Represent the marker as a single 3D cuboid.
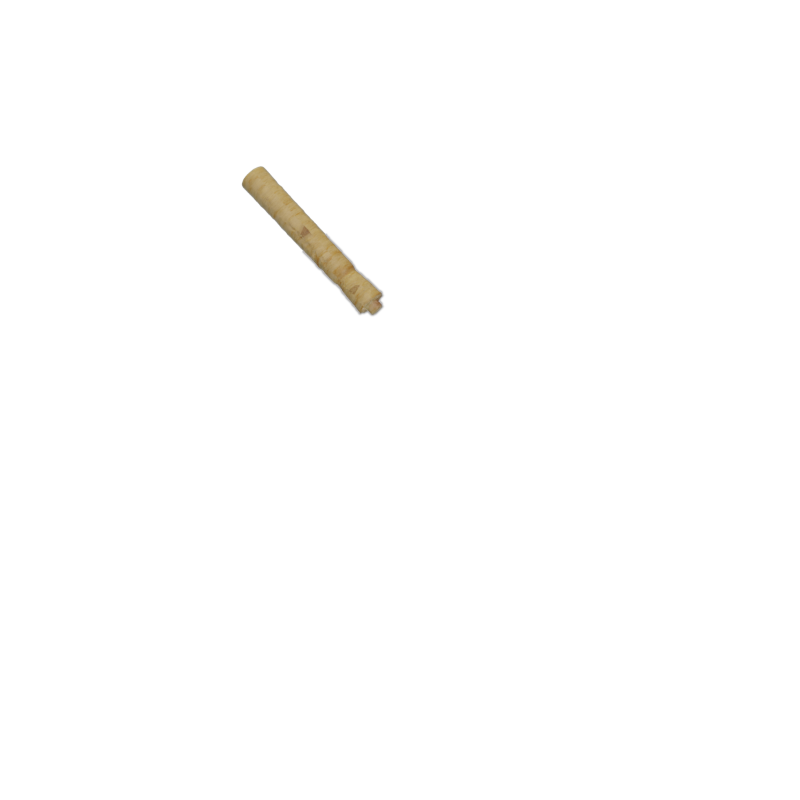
[{"bbox_3d":[-0.054,-0.099,0.694,0.019,0.126,0.019,-48,-18,18],"label":"marker"}]
